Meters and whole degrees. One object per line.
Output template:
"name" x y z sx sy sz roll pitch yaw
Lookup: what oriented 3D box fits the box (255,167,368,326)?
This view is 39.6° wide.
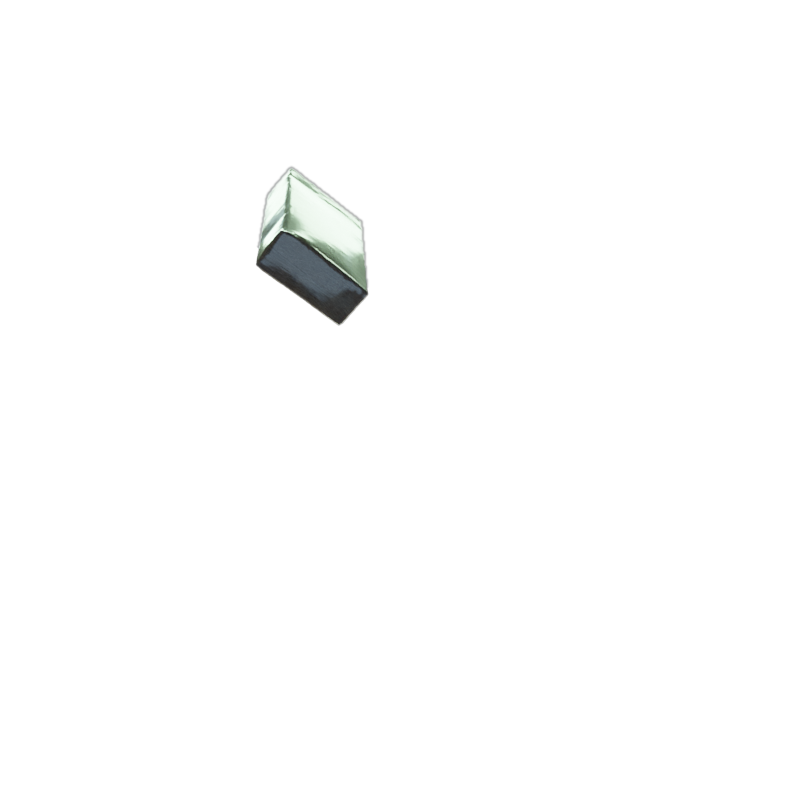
"box" -0.078 -0.142 0.996 0.090 0.047 0.185 35 18 -18
